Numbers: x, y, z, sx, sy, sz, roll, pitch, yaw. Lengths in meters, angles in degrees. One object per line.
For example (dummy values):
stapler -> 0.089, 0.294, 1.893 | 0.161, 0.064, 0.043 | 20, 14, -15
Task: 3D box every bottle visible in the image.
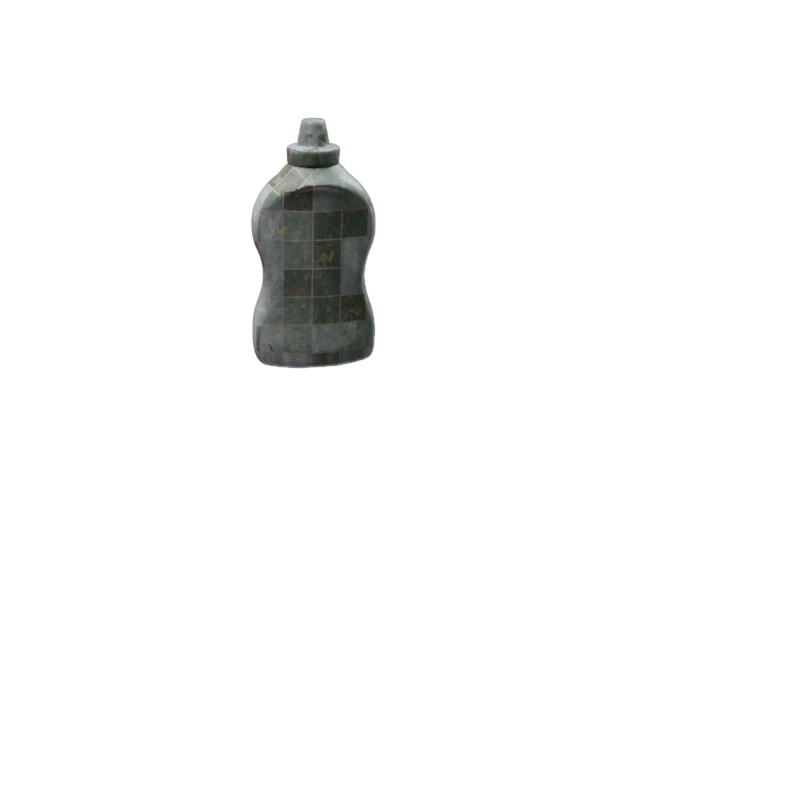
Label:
bottle -> -0.068, -0.123, 0.862 | 0.095, 0.184, 0.061 | -2, 18, -9
